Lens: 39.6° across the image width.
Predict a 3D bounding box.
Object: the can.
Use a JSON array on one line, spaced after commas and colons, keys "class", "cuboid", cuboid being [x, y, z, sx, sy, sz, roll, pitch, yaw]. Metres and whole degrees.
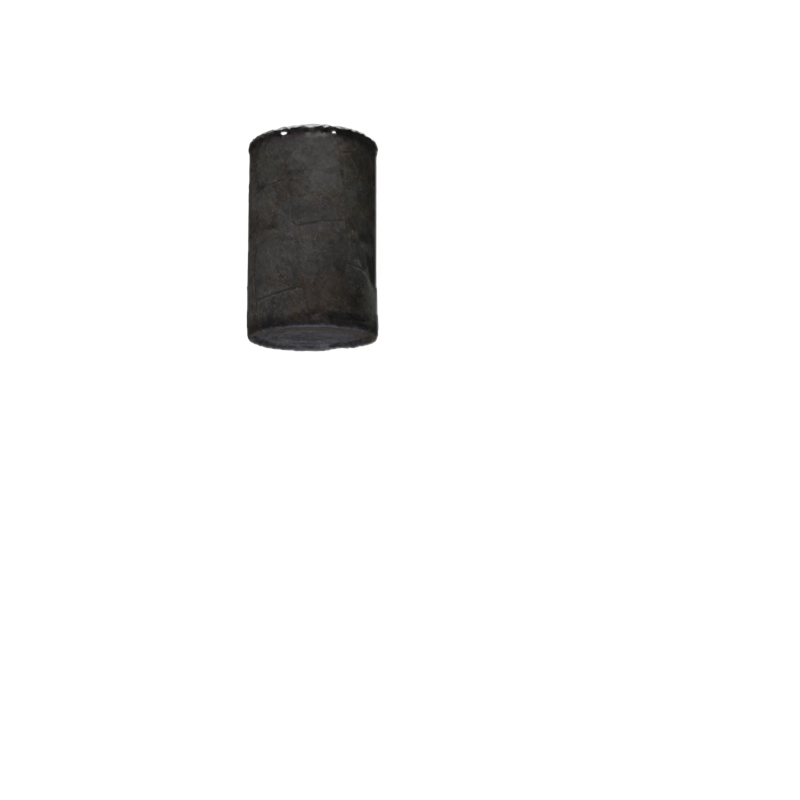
[{"class": "can", "cuboid": [-0.044, -0.081, 0.566, 0.068, 0.106, 0.066, 0, -14, -2]}]
